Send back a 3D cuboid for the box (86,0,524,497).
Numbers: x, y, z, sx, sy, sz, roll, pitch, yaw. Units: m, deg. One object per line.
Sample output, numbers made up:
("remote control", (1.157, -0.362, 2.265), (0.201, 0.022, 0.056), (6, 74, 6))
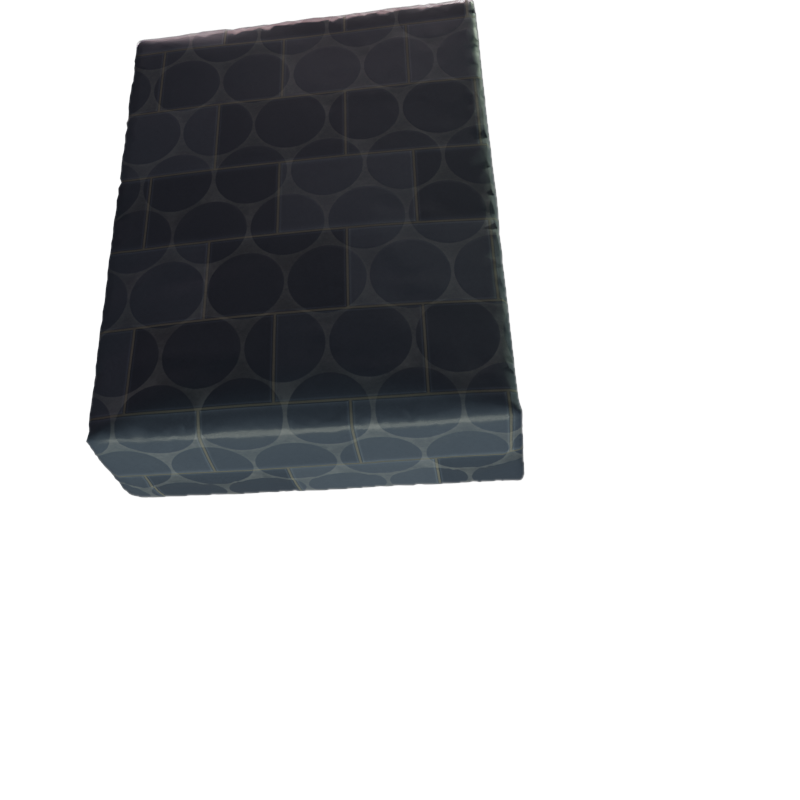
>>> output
("box", (-0.038, -0.070, 0.487), (0.165, 0.228, 0.067), (-6, -33, 6))
